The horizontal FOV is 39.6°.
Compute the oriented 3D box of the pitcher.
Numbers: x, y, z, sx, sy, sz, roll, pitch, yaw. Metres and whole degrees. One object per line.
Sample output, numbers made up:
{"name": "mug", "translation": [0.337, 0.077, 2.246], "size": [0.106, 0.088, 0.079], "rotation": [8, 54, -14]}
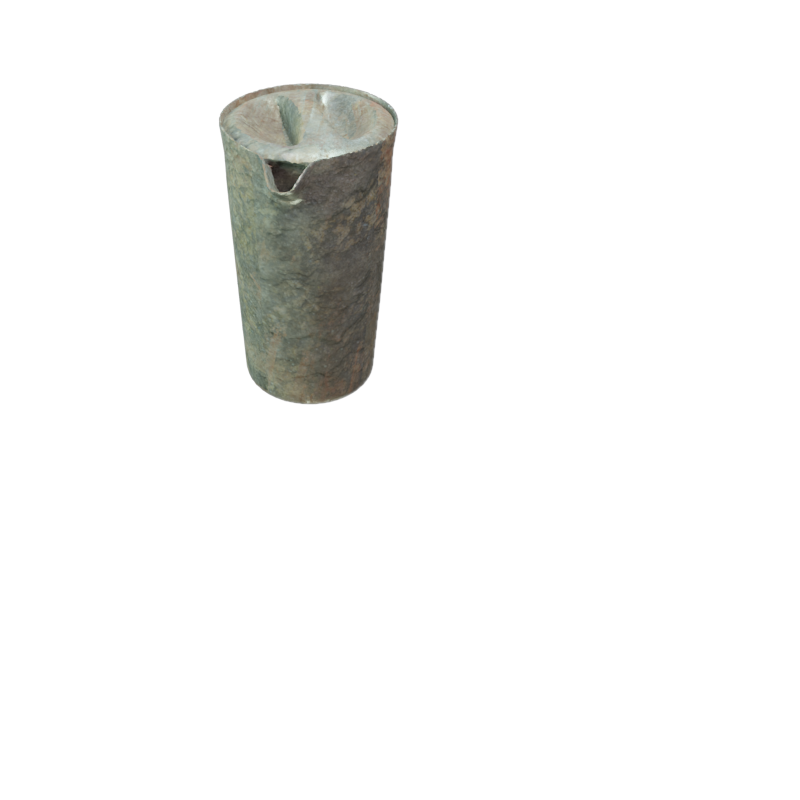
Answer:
{"name": "pitcher", "translation": [-0.070, -0.127, 0.892], "size": [0.147, 0.228, 0.156], "rotation": [-20, 40, -29]}
